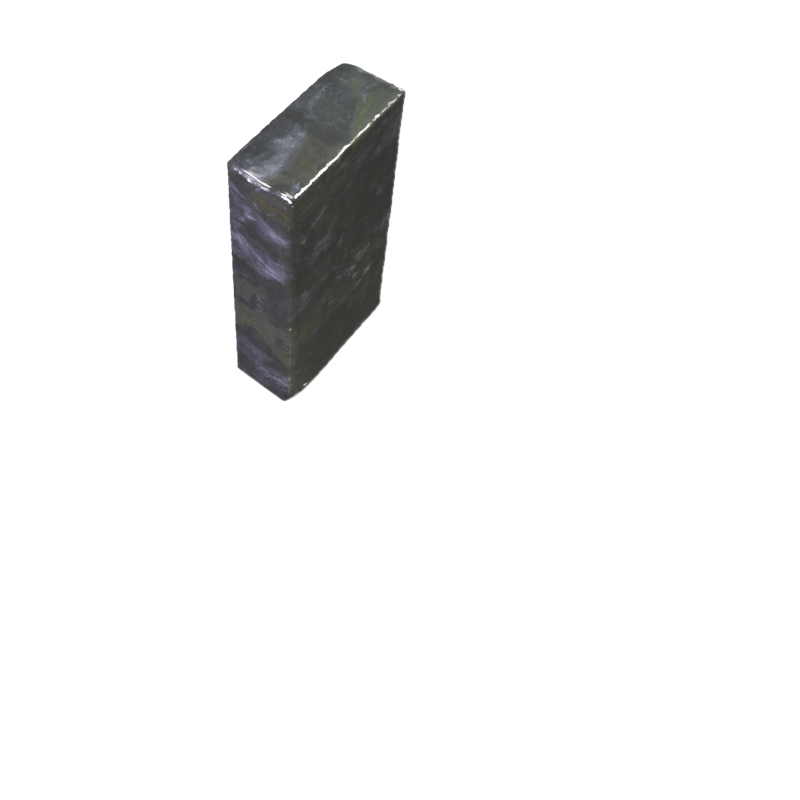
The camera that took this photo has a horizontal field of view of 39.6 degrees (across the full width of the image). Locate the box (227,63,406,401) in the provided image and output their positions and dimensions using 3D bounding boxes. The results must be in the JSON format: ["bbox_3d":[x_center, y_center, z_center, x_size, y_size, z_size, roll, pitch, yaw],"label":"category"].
[{"bbox_3d":[-0.046,-0.083,0.582,0.050,0.095,0.165,30,-32,17],"label":"box"}]
